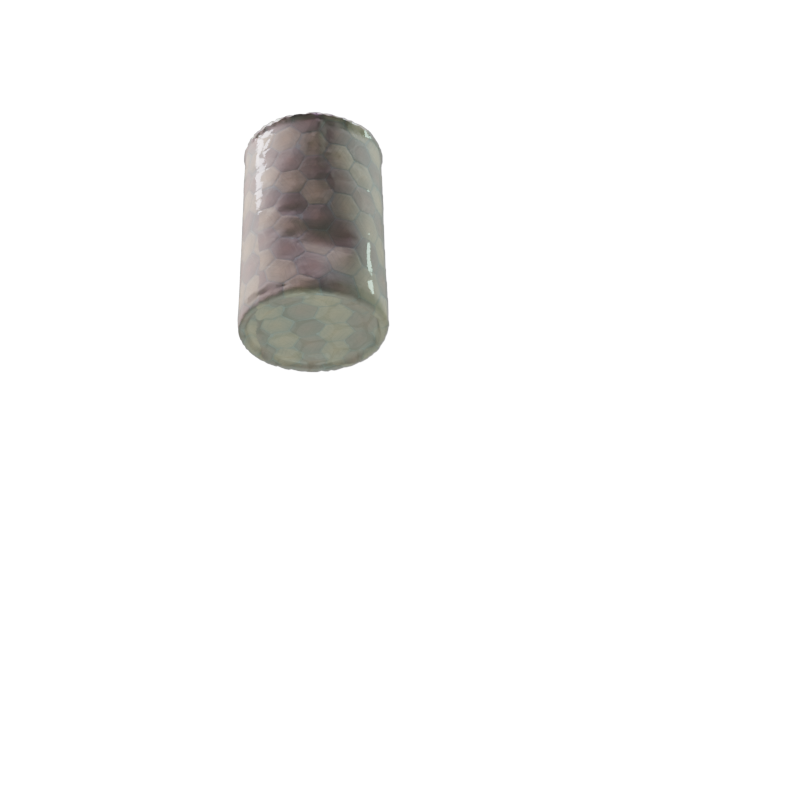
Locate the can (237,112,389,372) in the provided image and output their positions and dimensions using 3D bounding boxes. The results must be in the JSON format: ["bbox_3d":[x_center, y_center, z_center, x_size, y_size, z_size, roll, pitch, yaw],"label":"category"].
[{"bbox_3d":[-0.040,-0.073,0.514,0.068,0.109,0.064,-1,-34,-2],"label":"can"}]
